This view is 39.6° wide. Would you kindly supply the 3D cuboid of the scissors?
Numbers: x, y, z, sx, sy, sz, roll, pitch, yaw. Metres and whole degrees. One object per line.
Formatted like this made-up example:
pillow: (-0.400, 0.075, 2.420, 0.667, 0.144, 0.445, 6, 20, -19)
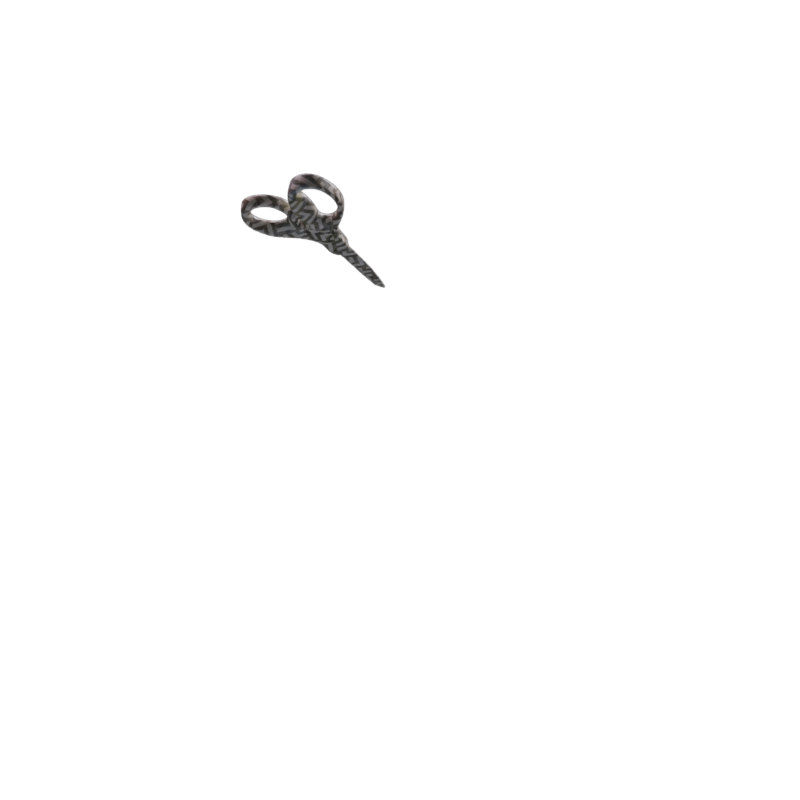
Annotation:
scissors: (-0.076, -0.139, 0.973, 0.097, 0.017, 0.188, -4, -23, 9)
